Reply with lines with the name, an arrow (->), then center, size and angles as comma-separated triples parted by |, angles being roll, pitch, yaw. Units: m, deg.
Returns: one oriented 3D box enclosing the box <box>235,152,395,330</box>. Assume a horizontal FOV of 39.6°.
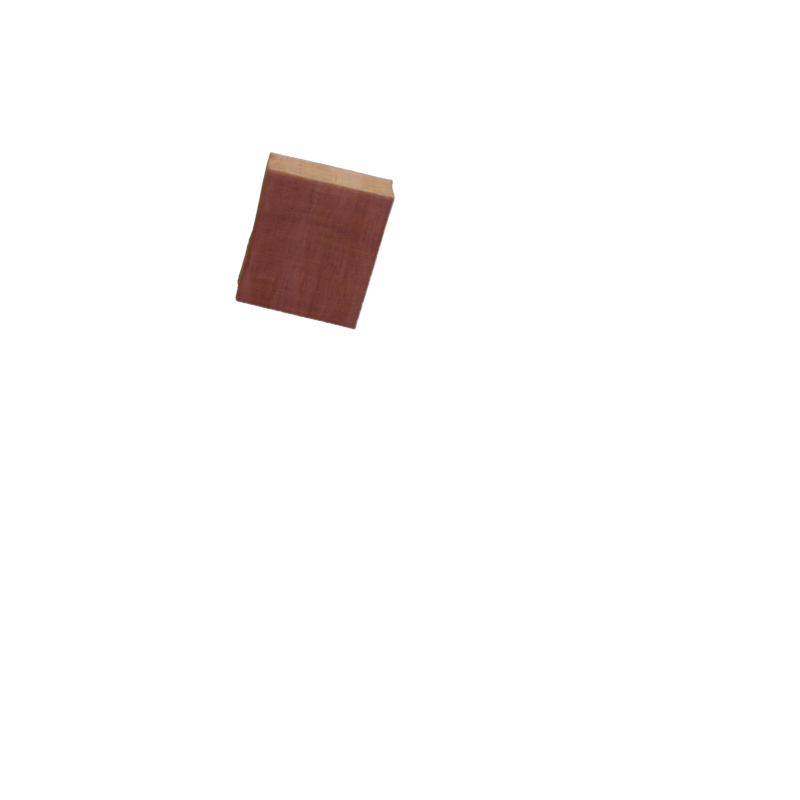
box -> -0.050, -0.091, 0.638 | 0.072, 0.085, 0.032 | 13, 26, -7
